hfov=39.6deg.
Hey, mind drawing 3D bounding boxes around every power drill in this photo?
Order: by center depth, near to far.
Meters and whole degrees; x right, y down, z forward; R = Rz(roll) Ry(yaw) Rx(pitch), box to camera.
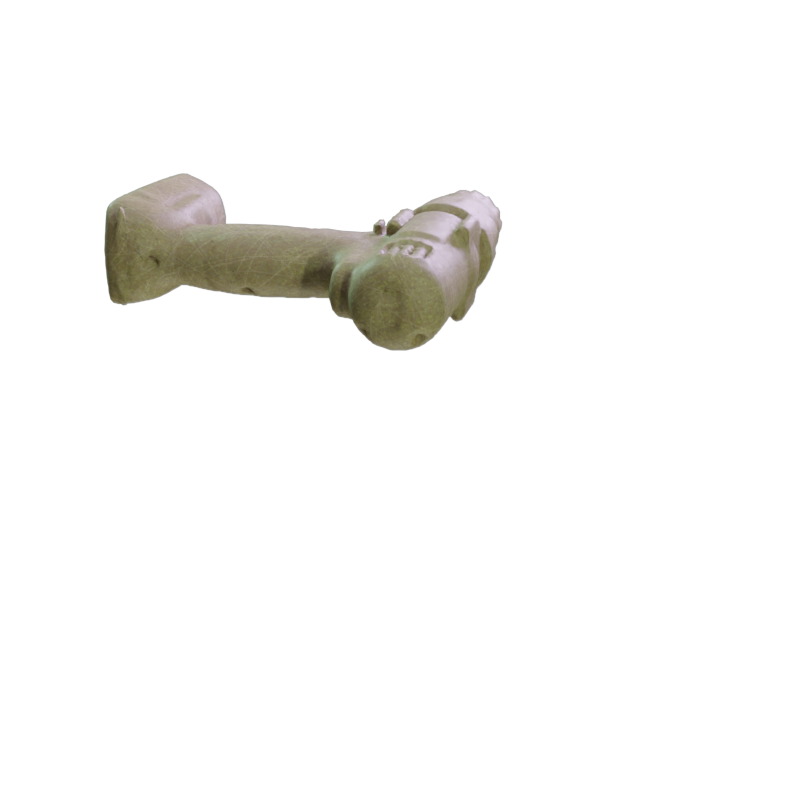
[{"bbox_3d":[-0.046,-0.084,0.587,0.192,0.055,0.187,6,21,16],"label":"power drill"}]
